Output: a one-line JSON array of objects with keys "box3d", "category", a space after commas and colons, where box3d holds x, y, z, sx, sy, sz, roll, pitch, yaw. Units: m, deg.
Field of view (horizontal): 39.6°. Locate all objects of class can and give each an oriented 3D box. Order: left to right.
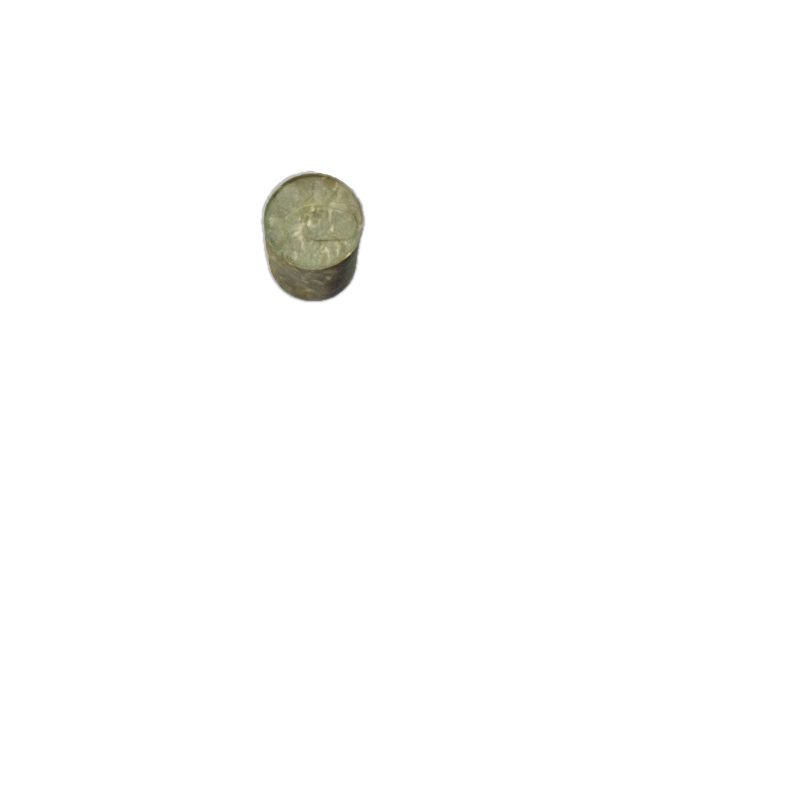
[{"box3d": [-0.062, -0.112, 0.786, 0.068, 0.071, 0.099, 0, -11, -3], "category": "can"}]
